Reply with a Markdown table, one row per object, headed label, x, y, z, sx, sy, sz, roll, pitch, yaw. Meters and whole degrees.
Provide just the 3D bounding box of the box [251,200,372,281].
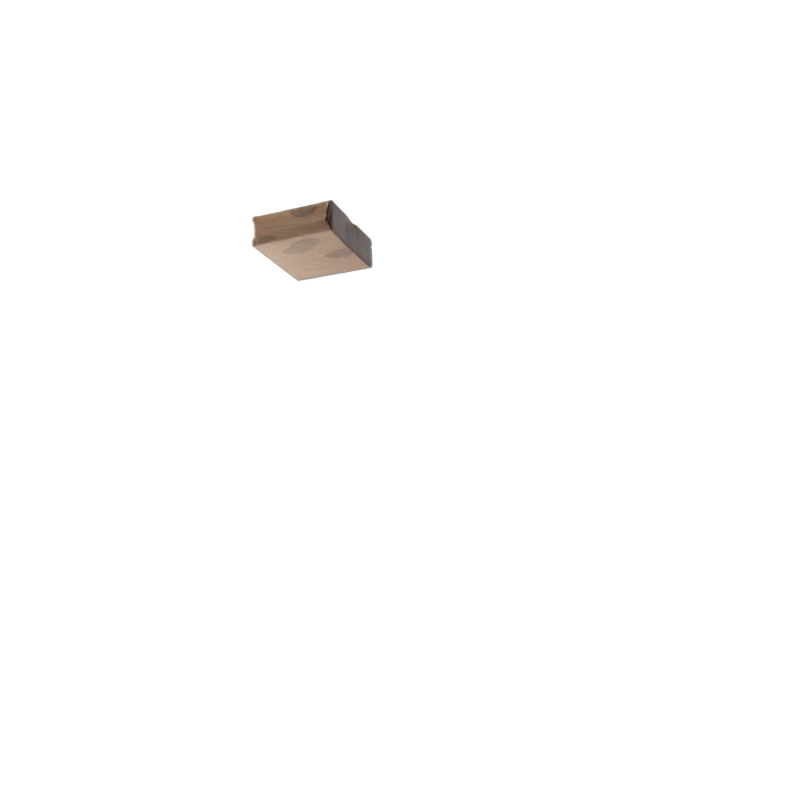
| label | x | y | z | sx | sy | sz | roll | pitch | yaw |
| --- | --- | --- | --- | --- | --- | --- | --- | --- | --- |
| box | -0.073 | -0.134 | 0.936 | 0.074 | 0.032 | 0.083 | -8 | -21 | 22 |
